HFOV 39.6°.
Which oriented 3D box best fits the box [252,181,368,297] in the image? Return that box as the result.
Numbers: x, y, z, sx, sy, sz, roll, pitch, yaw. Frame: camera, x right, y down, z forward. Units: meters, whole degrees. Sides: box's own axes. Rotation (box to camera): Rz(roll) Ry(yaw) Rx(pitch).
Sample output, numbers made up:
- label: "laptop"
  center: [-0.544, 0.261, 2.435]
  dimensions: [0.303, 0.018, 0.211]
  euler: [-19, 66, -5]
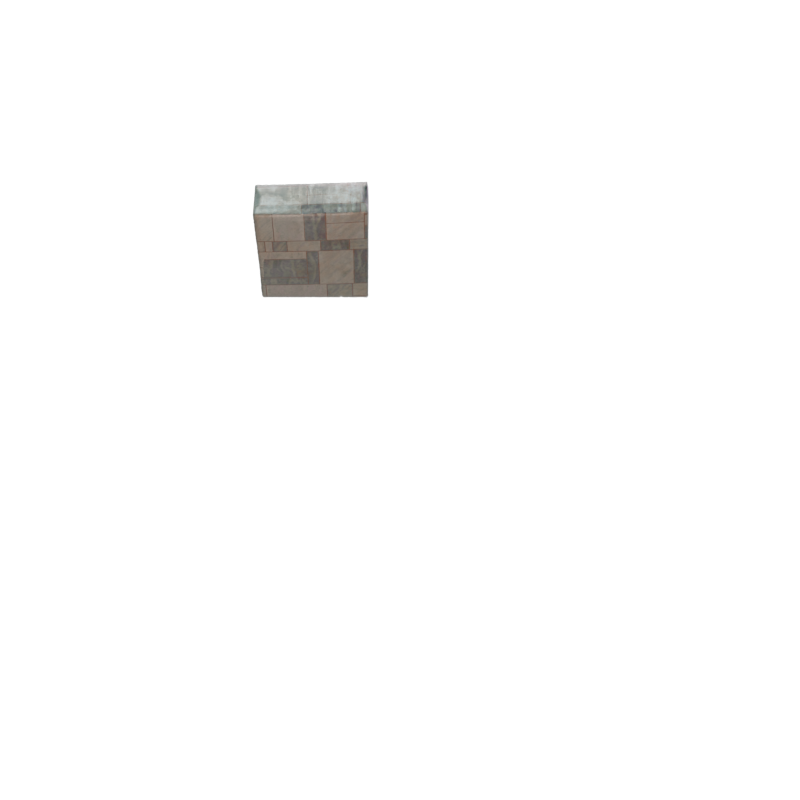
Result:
- label: "box"
  center: [-0.057, -0.105, 0.734]
  dimensions: [0.073, 0.032, 0.083]
  euler: [0, -36, 0]
